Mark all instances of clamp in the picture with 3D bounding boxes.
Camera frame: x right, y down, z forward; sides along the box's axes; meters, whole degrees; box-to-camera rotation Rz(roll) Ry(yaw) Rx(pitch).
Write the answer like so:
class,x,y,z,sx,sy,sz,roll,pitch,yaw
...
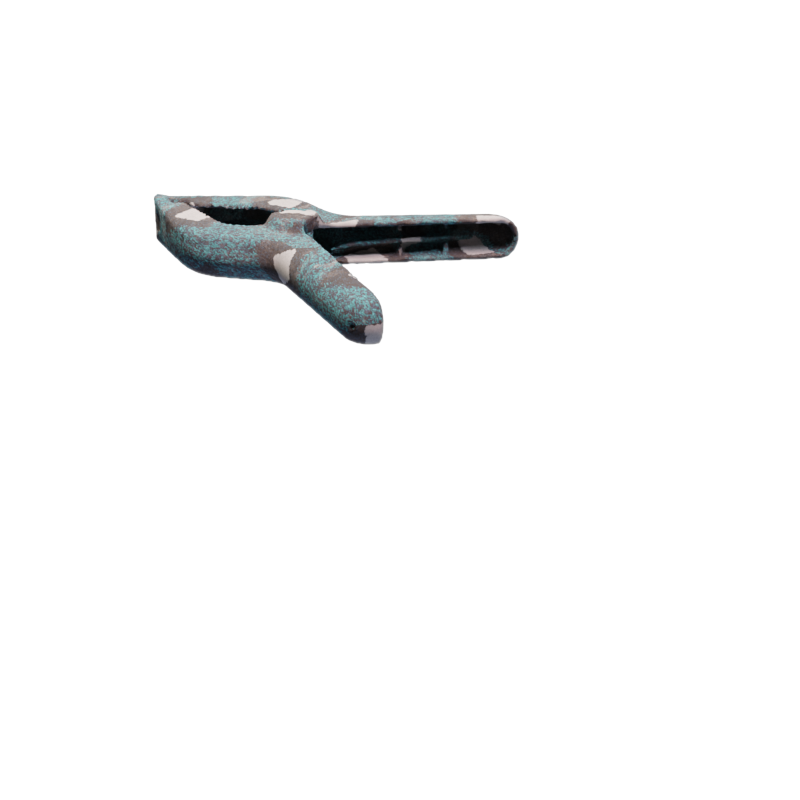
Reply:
class,x,y,z,sx,sy,sz,roll,pitch,yaw
clamp,-0.049,-0.090,0.627,0.222,0.035,0.163,19,30,35
